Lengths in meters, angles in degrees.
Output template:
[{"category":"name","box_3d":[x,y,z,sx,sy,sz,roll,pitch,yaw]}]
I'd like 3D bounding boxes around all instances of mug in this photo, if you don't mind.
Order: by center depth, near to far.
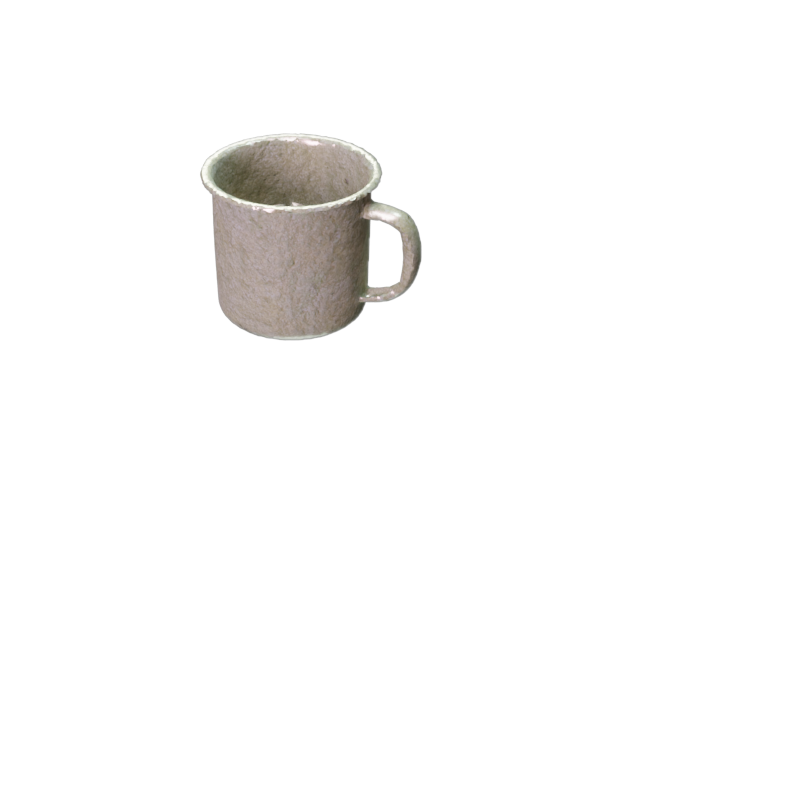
[{"category":"mug","box_3d":[-0.046,-0.083,0.582,0.120,0.077,0.097,11,34,15]}]
